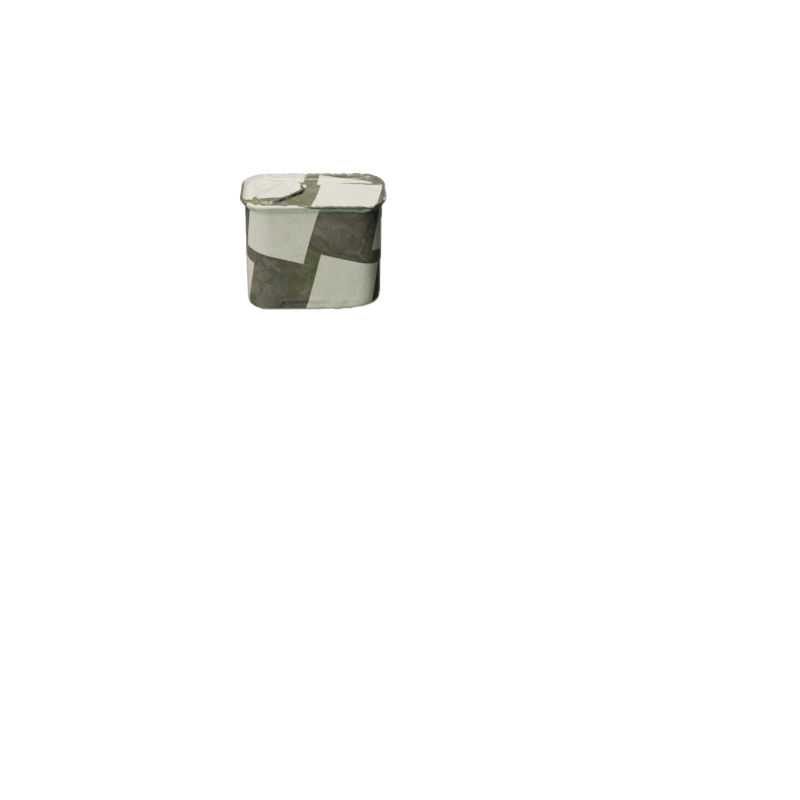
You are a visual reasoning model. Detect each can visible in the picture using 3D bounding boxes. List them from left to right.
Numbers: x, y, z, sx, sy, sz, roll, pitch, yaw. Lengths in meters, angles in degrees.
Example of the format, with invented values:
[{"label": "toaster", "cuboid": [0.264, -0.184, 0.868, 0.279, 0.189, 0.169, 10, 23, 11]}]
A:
[{"label": "can", "cuboid": [-0.062, -0.114, 0.795, 0.102, 0.079, 0.061, 0, 30, -2]}]
